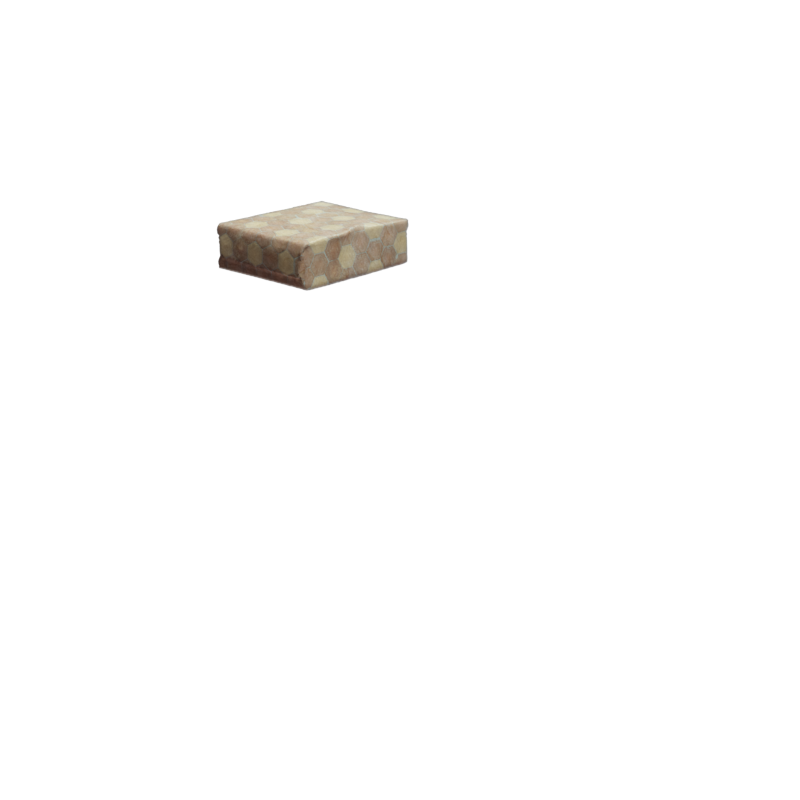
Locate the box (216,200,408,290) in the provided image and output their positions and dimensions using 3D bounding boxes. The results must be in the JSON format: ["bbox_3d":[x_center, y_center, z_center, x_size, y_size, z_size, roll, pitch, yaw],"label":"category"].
[{"bbox_3d":[-0.051,-0.092,0.648,0.077,0.029,0.088,18,27,40],"label":"box"}]
